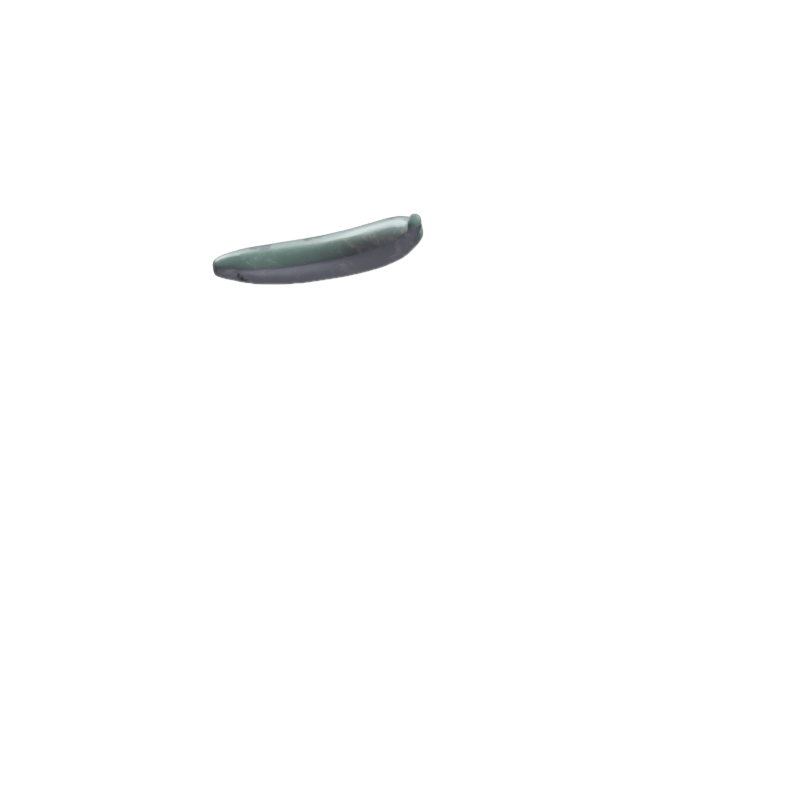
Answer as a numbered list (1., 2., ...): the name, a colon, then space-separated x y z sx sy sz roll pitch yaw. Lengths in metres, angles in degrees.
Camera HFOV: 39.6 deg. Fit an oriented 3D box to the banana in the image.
1. banana: -0.059 -0.125 0.916 0.201 0.039 0.065 -10 -22 28
